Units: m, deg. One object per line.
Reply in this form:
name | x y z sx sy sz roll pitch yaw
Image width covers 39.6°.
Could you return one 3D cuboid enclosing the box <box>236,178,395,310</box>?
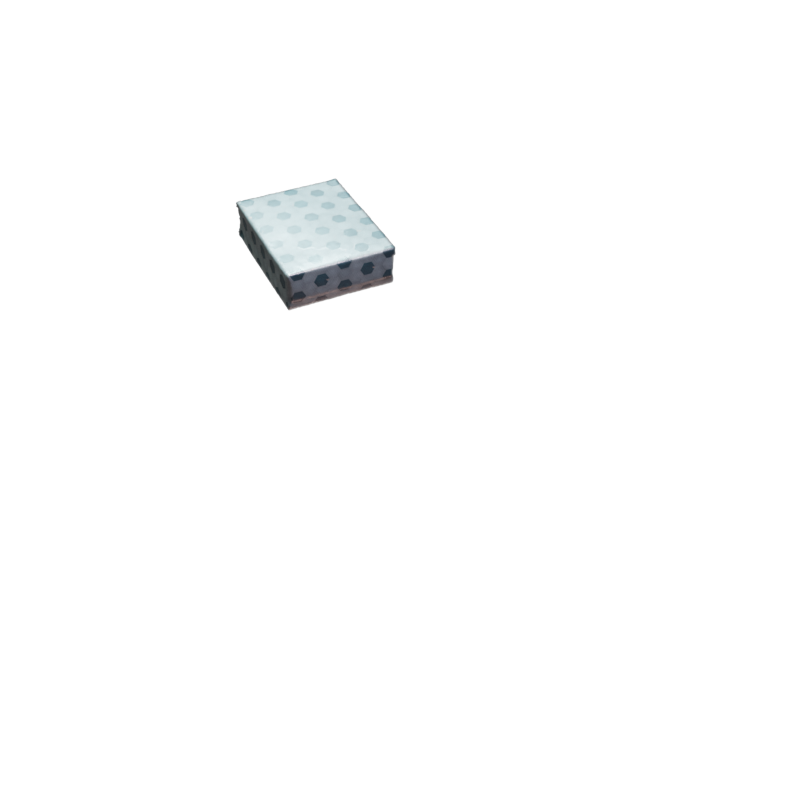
box | -0.068 -0.125 0.872 0.089 0.036 0.123 -16 41 -20
